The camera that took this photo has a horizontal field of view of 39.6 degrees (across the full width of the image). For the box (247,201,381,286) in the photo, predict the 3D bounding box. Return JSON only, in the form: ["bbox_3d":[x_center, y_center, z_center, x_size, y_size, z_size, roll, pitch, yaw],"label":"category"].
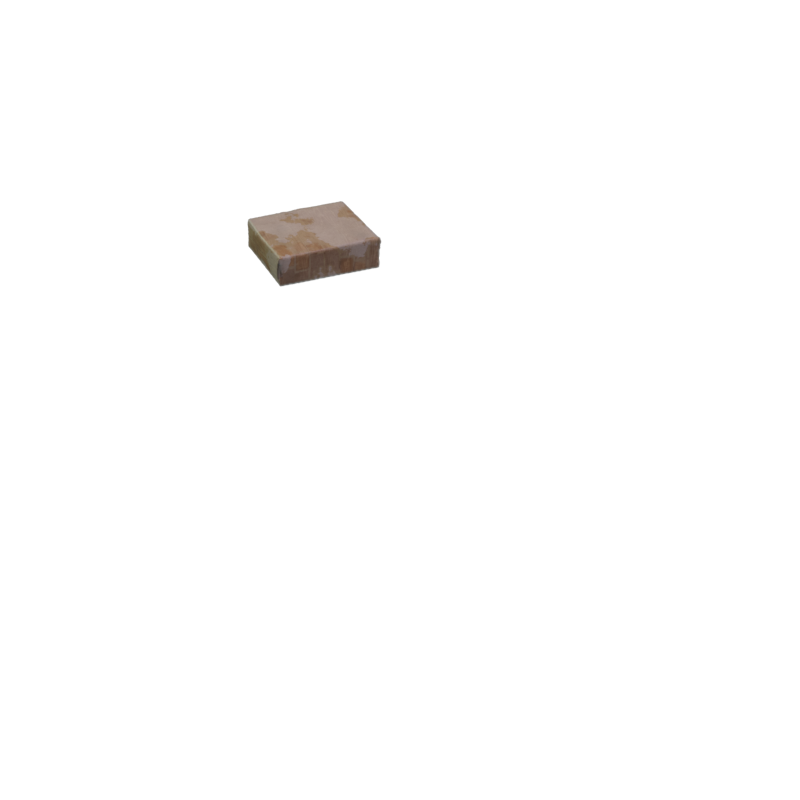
[{"bbox_3d":[-0.070,-0.128,0.898,0.088,0.028,0.079,-14,36,-20],"label":"box"}]
